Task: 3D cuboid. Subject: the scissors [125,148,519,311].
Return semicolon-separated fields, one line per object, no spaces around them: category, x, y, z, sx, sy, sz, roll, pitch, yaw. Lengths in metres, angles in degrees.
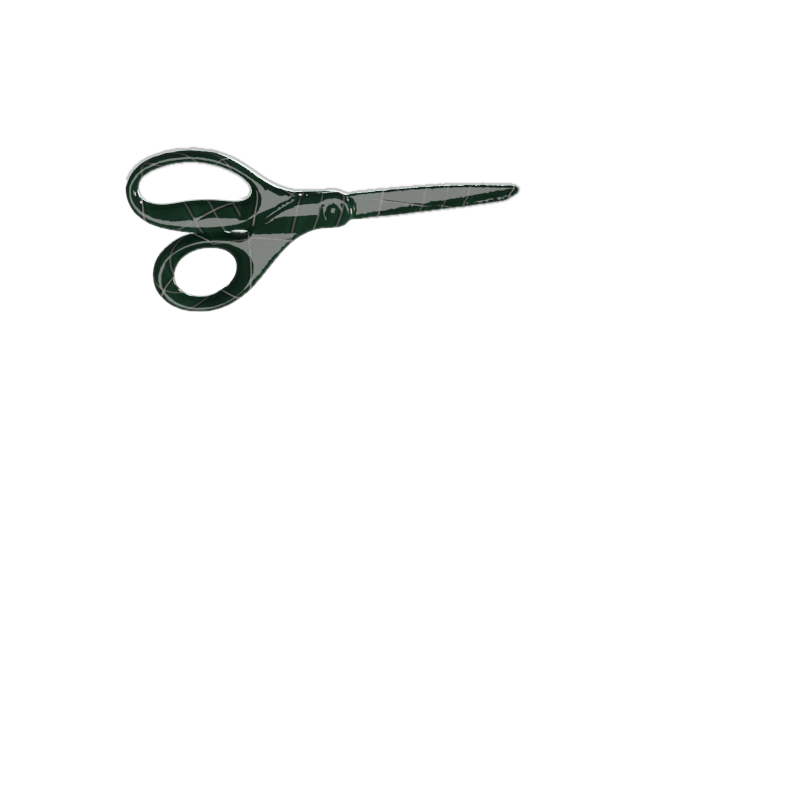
scissors;-0.046;-0.083;0.585;0.200;0.092;0.016;9;19;-3
